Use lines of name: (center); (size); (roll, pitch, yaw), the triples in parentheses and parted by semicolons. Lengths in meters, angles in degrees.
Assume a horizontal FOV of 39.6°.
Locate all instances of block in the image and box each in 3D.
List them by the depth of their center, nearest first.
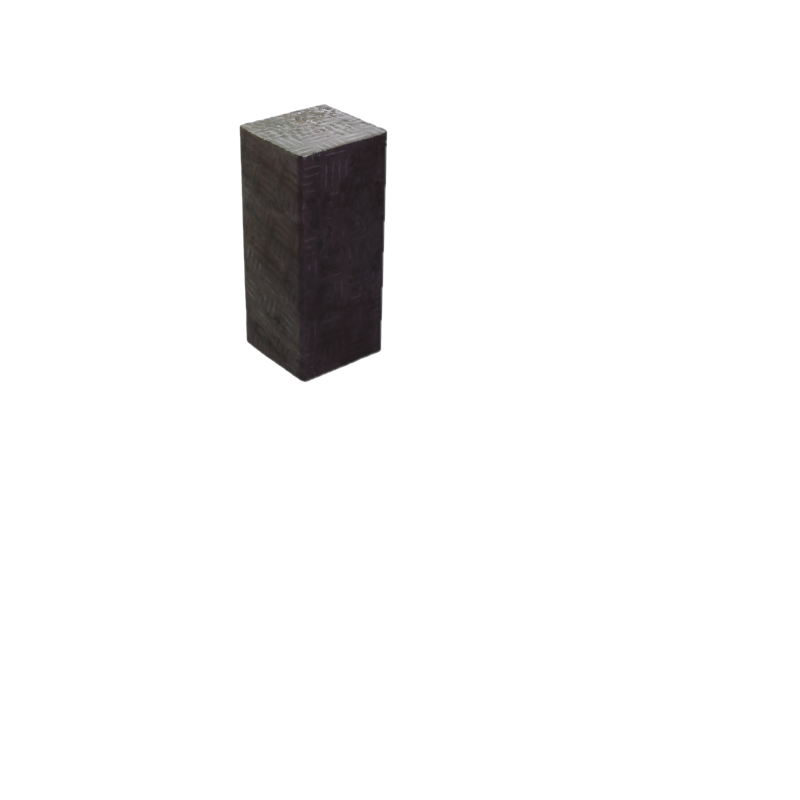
block: (-0.074, -0.134, 0.942); (0.089, 0.195, 0.097); (-20, 35, -34)
